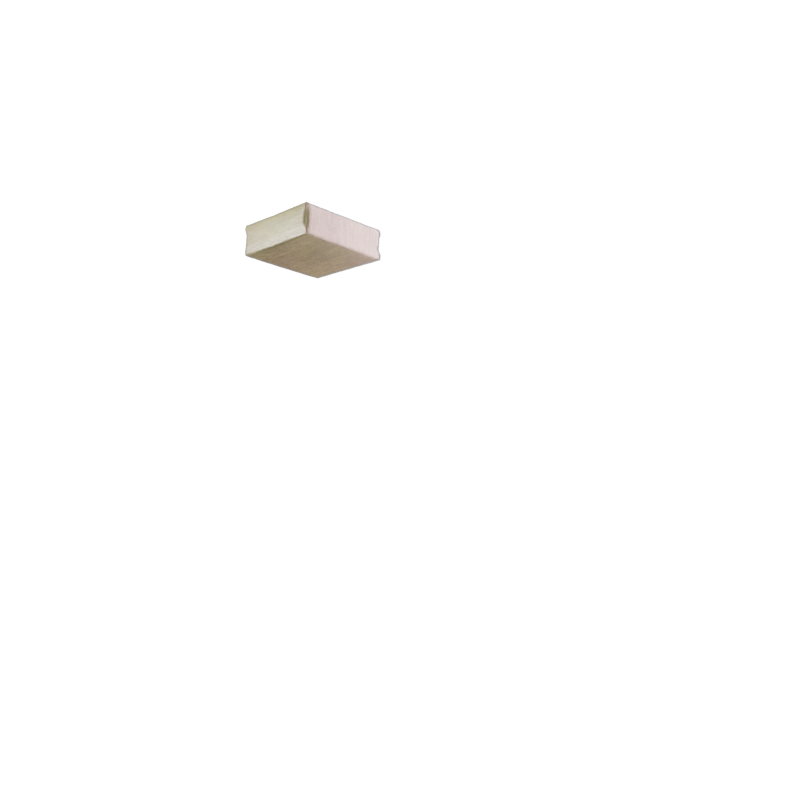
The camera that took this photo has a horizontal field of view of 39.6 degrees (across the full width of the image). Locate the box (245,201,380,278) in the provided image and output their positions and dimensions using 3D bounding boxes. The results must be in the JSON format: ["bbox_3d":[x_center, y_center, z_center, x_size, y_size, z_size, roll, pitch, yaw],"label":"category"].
[{"bbox_3d":[-0.071,-0.130,0.914,0.074,0.031,0.084,-13,-19,42],"label":"box"}]
